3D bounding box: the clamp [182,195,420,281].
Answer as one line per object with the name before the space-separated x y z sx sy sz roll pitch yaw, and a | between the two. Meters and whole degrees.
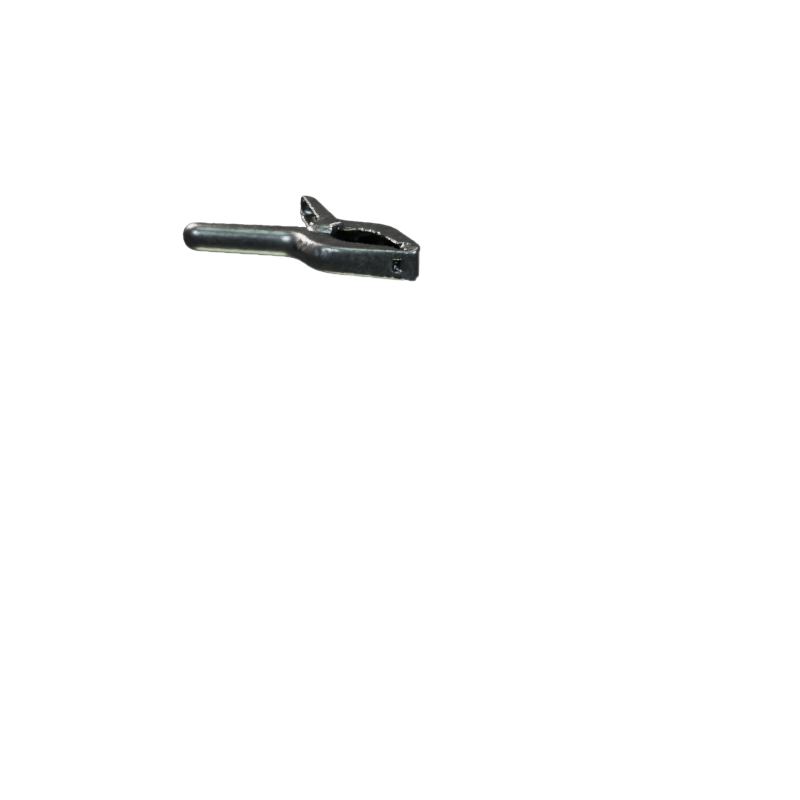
clamp | -0.076 -0.138 0.969 0.162 0.035 0.223 -20 31 -38
